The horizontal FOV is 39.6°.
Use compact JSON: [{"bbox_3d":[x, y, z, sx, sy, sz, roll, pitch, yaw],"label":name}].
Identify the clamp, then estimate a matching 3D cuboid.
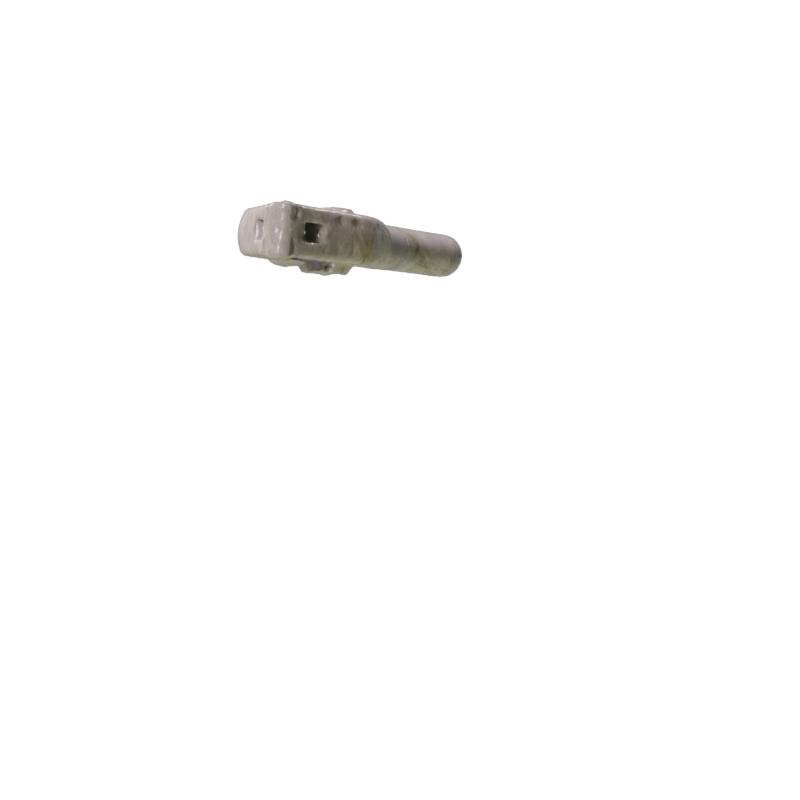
[{"bbox_3d":[-0.047,-0.086,0.604,0.123,0.040,0.165,0,0,23],"label":"clamp"}]
